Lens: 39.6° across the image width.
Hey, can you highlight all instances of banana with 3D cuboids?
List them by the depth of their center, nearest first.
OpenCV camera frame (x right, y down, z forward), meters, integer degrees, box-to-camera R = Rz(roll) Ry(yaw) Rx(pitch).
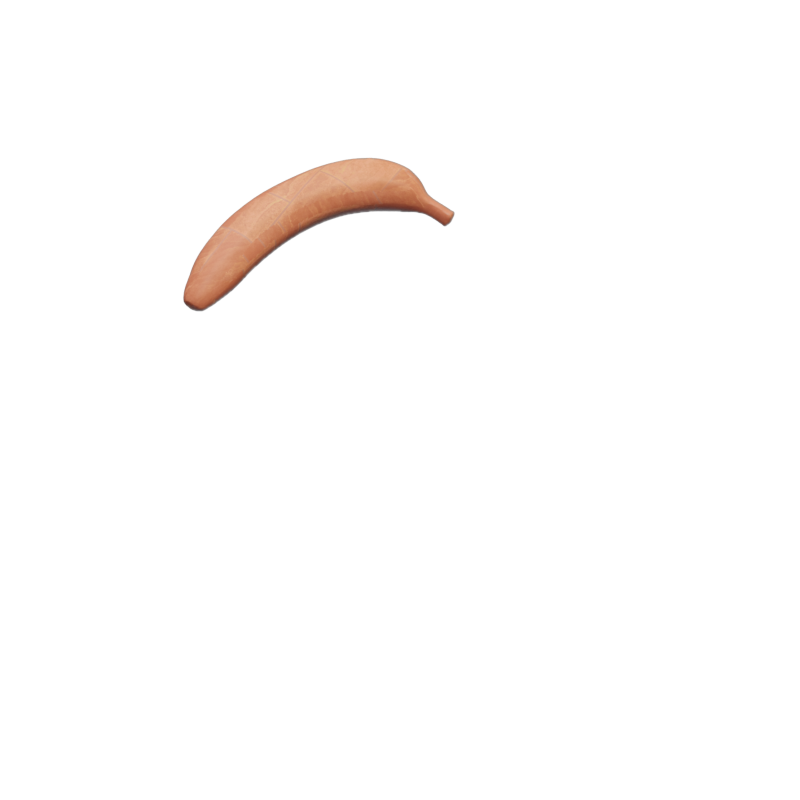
[{"bbox_3d":[-0.063,-0.122,0.753,0.197,0.075,0.034,-22,-30,-14],"label":"banana"}]
